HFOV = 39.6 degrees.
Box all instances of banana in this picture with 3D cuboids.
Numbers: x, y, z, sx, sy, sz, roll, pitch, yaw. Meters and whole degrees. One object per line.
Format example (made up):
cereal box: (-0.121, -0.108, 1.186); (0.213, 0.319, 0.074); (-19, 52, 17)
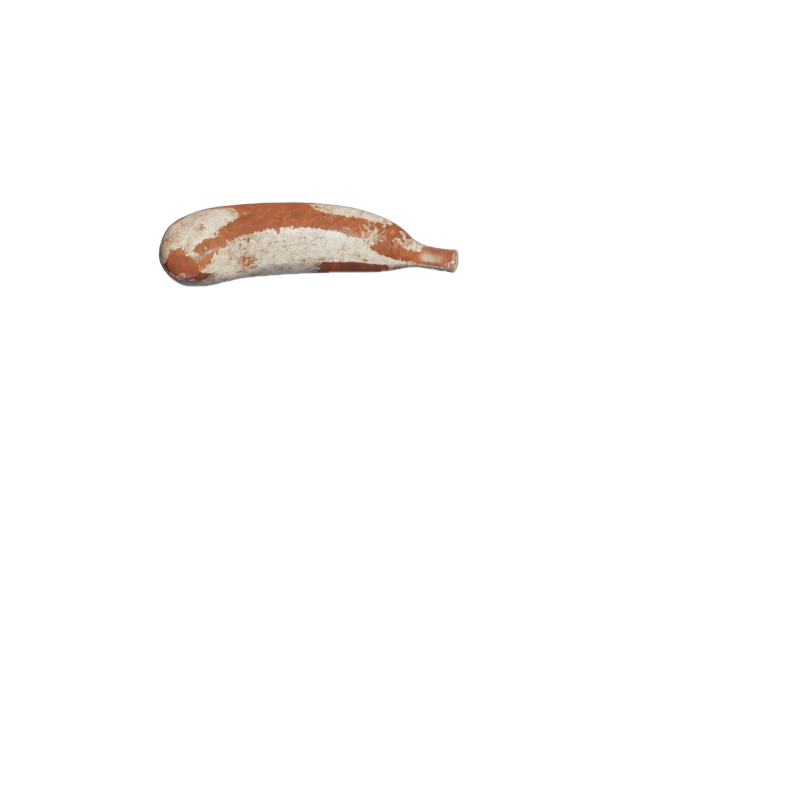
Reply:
banana: (-0.053, -0.076, 0.528); (0.073, 0.036, 0.192); (7, 12, 38)
